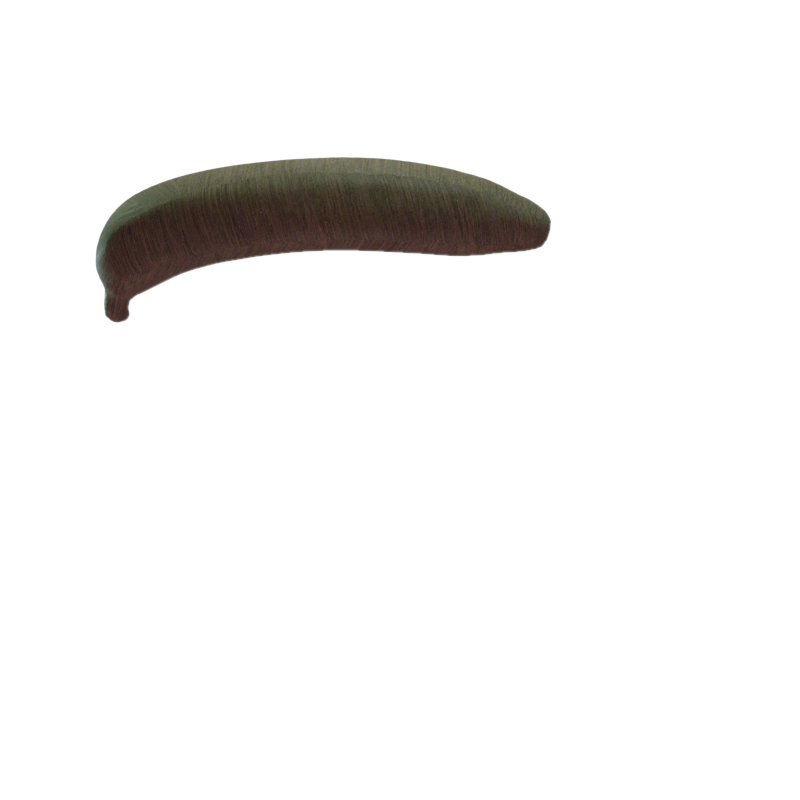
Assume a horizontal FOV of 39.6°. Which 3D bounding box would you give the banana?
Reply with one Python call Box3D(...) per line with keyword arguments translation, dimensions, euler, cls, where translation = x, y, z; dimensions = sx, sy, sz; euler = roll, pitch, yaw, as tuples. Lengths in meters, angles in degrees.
Box3D(translation=(-0.045, -0.069, 0.438), dimensions=(0.201, 0.039, 0.065), euler=(-6, -19, 19), cls="banana")
